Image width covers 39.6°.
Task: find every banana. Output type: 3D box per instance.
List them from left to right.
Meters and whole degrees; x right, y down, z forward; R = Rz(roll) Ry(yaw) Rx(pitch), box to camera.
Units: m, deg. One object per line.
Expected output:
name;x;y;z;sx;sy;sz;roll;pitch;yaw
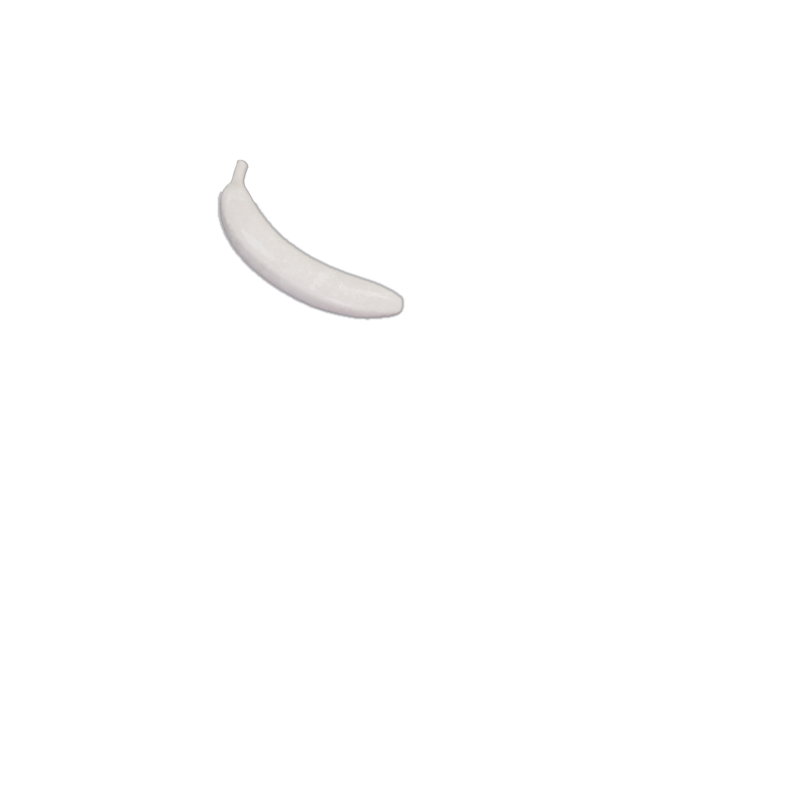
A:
banana;-0.089;-0.124;0.939;0.204;0.070;0.035;43;-12;12
